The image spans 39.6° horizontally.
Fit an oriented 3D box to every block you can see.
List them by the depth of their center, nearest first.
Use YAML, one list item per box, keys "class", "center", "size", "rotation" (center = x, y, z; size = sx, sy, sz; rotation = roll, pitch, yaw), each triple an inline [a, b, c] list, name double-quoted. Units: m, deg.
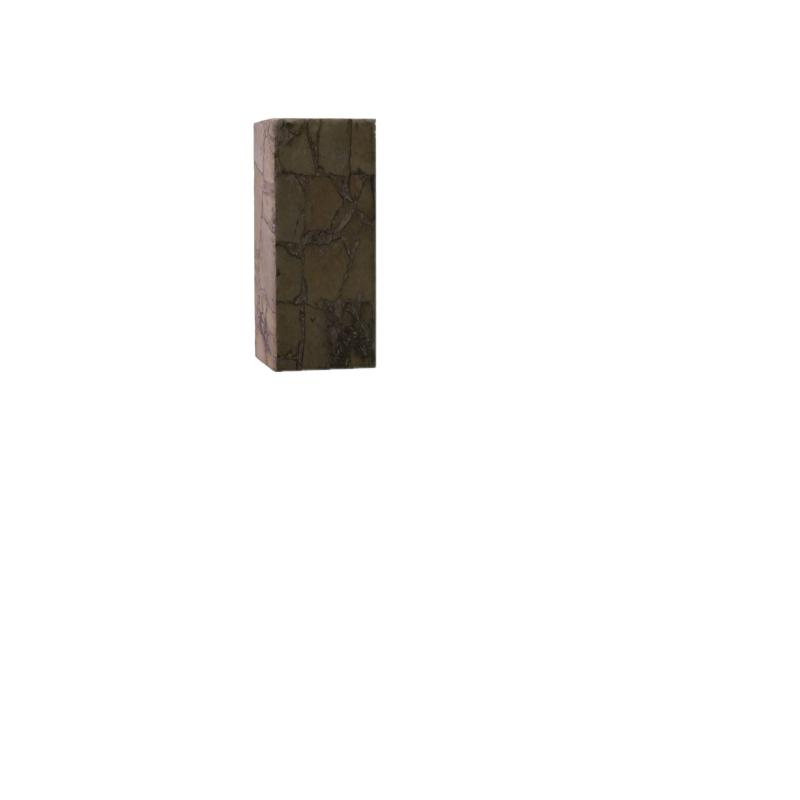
- class: "block"
  center: [-0.074, -0.135, 0.944]
  size: [0.089, 0.204, 0.093]
  rotation: [-1, 5, -16]
